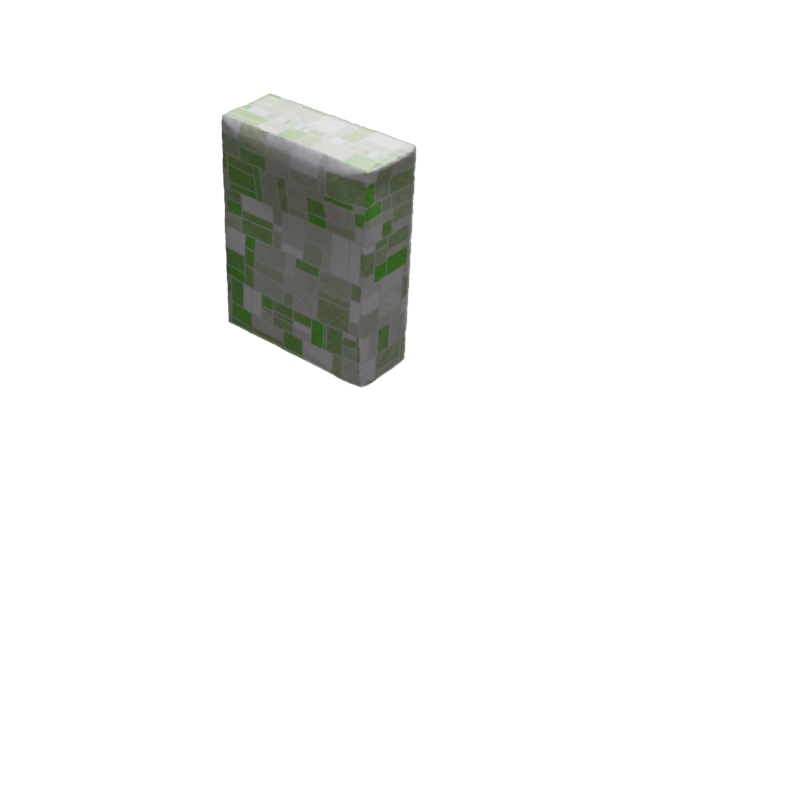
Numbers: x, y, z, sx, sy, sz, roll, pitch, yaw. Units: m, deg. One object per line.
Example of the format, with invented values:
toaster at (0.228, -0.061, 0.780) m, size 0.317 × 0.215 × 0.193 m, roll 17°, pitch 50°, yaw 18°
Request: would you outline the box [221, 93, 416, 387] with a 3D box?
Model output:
box at (-0.075, -0.137, 0.959) m, size 0.174 × 0.200 × 0.072 m, roll 27°, pitch 40°, yaw 32°
